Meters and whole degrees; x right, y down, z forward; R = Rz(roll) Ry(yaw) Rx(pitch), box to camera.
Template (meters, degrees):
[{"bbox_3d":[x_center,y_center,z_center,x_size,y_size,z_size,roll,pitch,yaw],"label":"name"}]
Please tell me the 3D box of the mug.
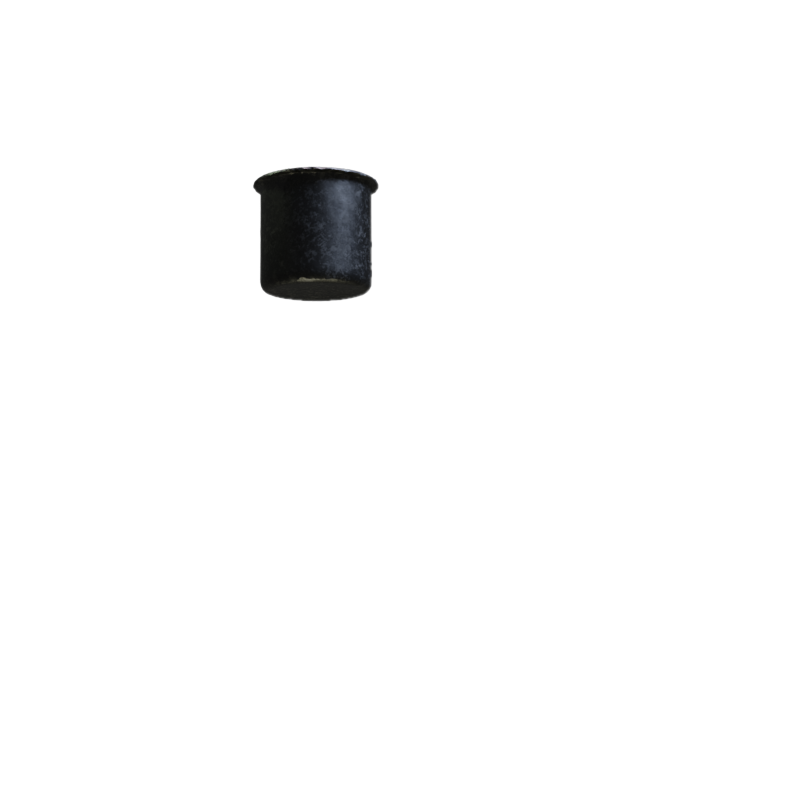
[{"bbox_3d":[-0.065,-0.118,0.825,0.092,0.084,0.116,2,-9,-12],"label":"mug"}]
